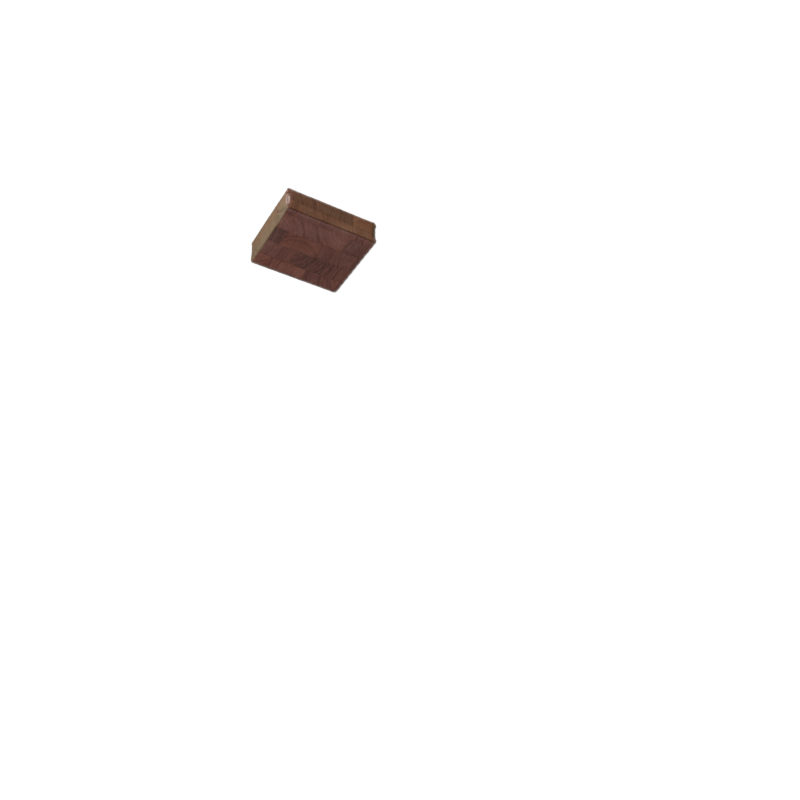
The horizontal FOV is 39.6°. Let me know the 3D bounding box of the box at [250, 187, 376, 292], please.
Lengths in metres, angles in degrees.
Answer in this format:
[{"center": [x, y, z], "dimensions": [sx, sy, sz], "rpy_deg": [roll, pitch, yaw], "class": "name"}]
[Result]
[{"center": [-0.076, -0.139, 0.974], "dimensions": [0.086, 0.032, 0.071], "rpy_deg": [20, -46, -21], "class": "box"}]
